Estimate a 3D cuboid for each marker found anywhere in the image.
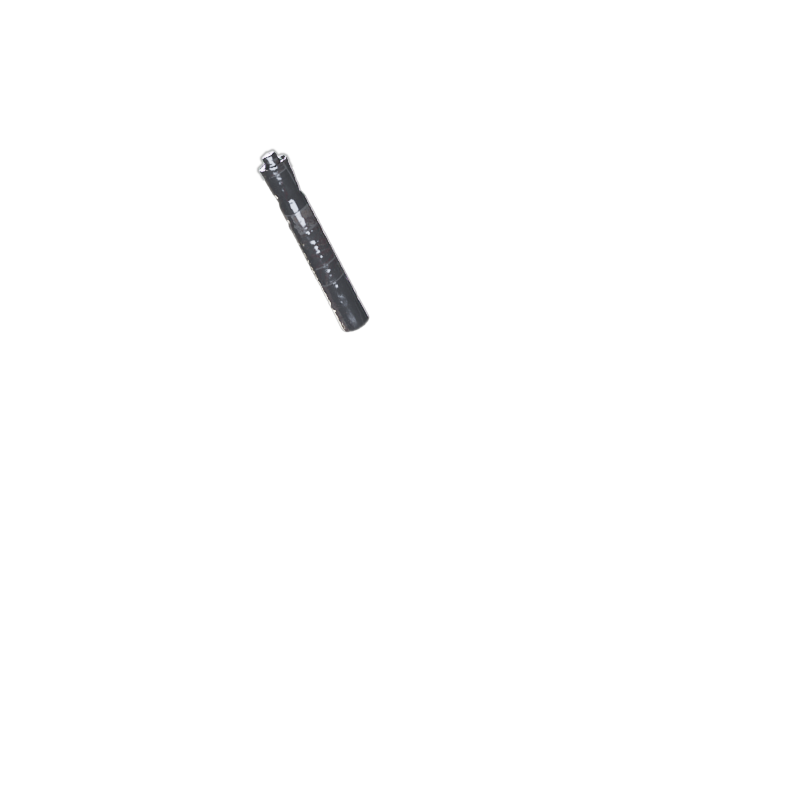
[{"bbox_3d":[-0.051,-0.094,0.657,0.020,0.114,0.021,-24,23,10],"label":"marker"}]
